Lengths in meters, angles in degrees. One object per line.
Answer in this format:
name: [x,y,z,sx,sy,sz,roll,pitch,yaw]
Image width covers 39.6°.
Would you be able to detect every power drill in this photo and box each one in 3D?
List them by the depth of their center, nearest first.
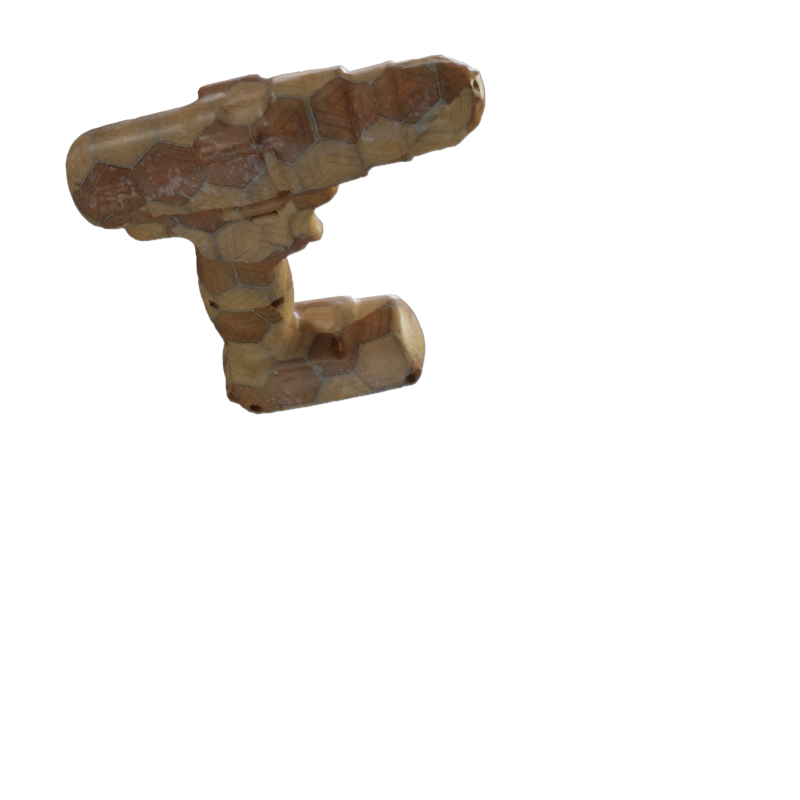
power drill: [-0.041,-0.075,0.527,0.186,0.062,0.173,-9,-41,10]
